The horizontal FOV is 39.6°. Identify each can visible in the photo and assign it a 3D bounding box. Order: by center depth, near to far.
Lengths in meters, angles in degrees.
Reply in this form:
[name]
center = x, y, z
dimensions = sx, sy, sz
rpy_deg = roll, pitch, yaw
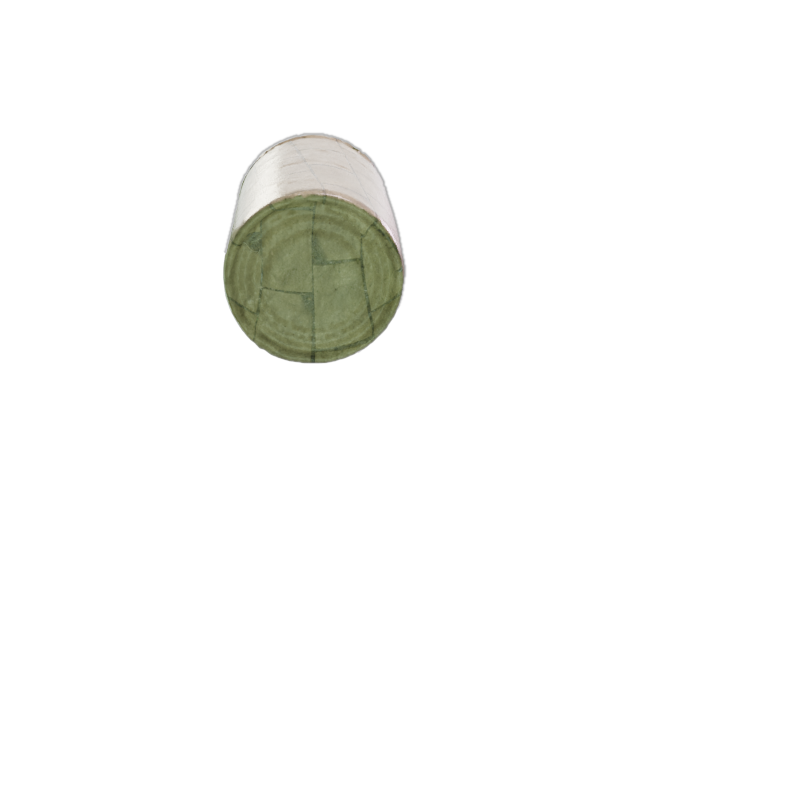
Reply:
[can]
center = -0.035, -0.064, 0.447
dimensions = 0.068, 0.066, 0.107
rpy_deg = 0, 22, -3
